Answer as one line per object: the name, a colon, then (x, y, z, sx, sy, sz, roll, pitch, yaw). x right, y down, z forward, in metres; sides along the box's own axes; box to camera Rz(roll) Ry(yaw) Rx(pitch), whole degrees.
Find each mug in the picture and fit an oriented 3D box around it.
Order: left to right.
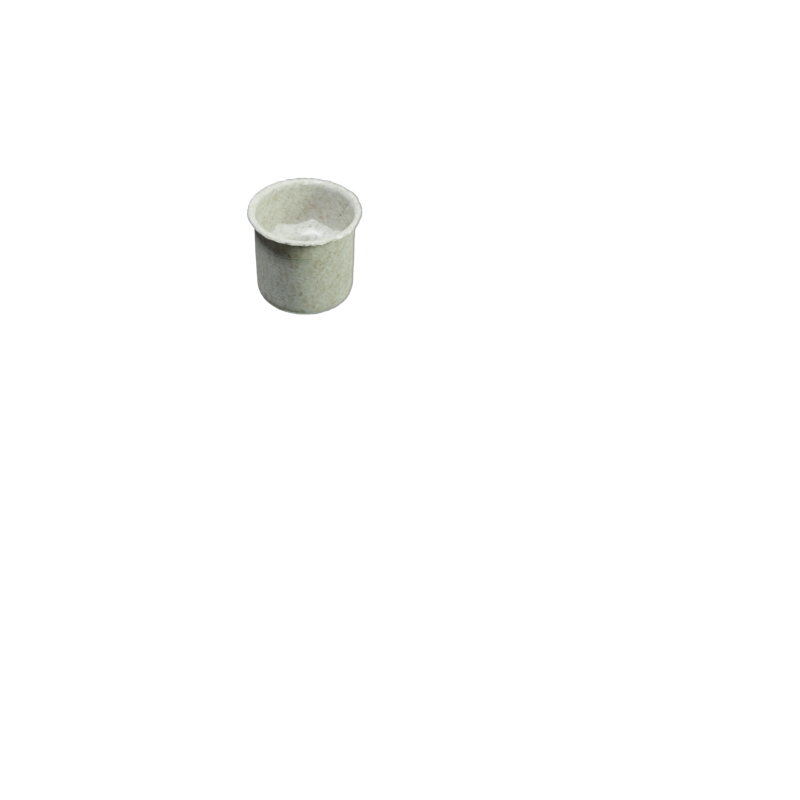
mug: (-0.073, -0.132, 0.926, 0.098, 0.076, 0.119, 24, 46, 23)
